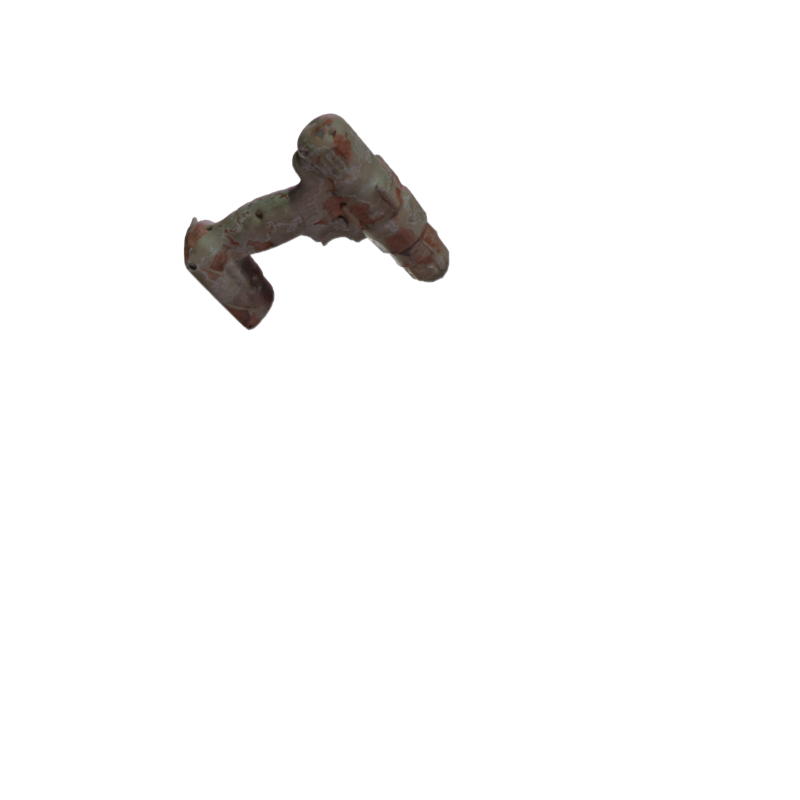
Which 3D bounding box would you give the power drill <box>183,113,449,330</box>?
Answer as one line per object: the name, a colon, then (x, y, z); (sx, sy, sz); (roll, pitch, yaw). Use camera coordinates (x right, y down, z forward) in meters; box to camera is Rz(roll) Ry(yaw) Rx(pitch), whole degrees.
power drill: (-0.073, -0.134, 0.937); (0.187, 0.172, 0.061); (-29, 33, 20)
